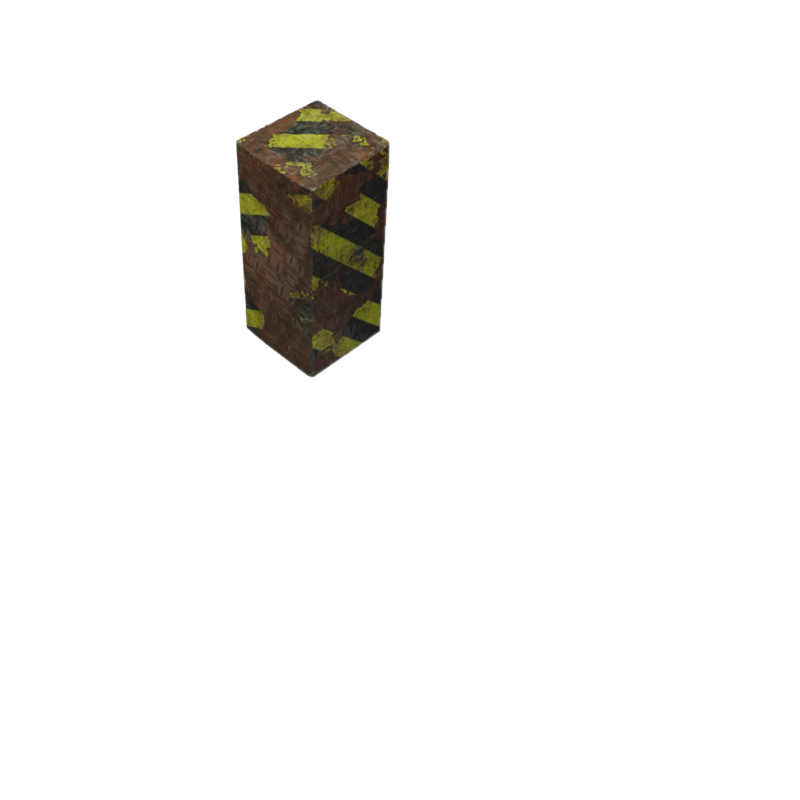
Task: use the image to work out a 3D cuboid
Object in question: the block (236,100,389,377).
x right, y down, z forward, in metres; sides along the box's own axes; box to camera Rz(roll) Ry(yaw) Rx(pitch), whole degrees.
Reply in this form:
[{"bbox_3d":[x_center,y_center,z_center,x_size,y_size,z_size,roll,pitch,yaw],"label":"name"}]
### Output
[{"bbox_3d":[-0.073,-0.133,0.933,0.091,0.192,0.096,-33,55,-32],"label":"block"}]
